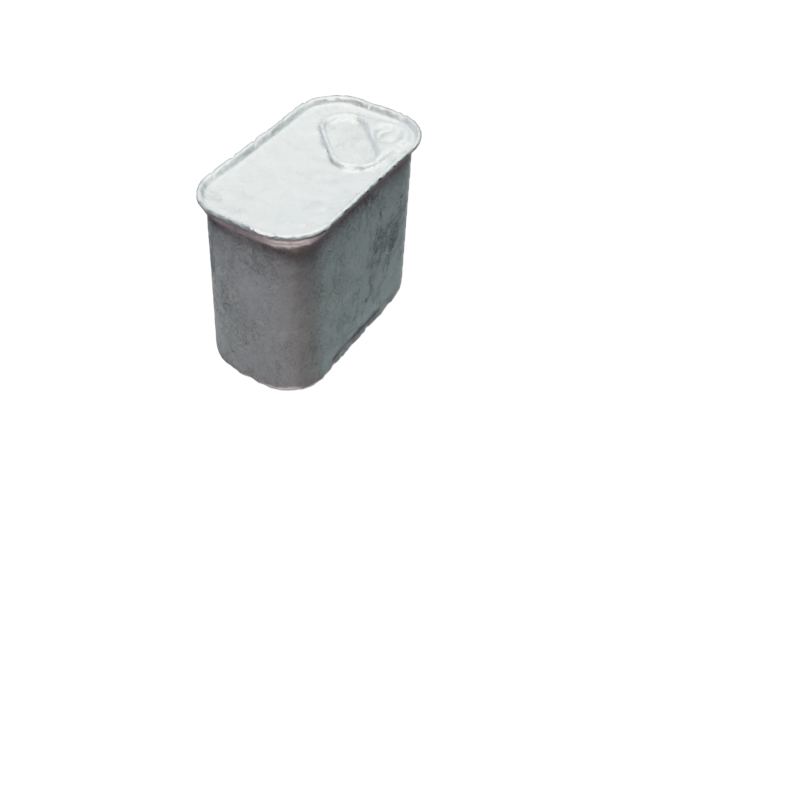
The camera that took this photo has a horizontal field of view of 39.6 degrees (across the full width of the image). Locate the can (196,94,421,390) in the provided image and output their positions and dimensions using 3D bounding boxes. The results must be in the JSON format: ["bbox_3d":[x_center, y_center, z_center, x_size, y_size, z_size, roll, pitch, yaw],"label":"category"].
[{"bbox_3d":[-0.036,-0.067,0.465,0.060,0.078,0.104,22,46,21],"label":"can"}]
